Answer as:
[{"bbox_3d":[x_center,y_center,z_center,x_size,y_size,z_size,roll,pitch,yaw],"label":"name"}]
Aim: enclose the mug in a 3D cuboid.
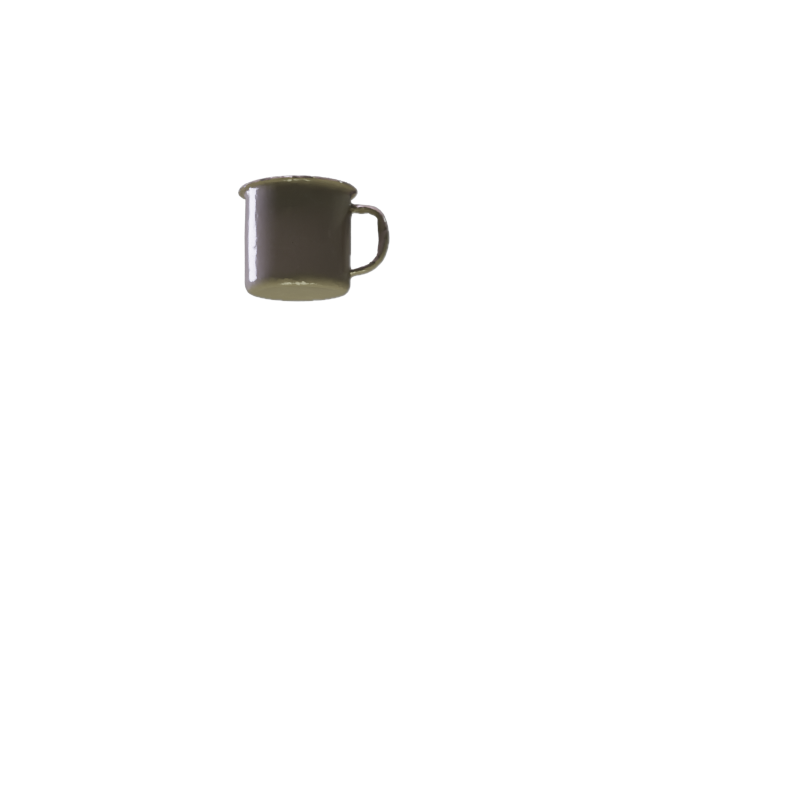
[{"bbox_3d":[-0.067,-0.122,0.853,0.118,0.084,0.091,-1,-8,3],"label":"mug"}]
